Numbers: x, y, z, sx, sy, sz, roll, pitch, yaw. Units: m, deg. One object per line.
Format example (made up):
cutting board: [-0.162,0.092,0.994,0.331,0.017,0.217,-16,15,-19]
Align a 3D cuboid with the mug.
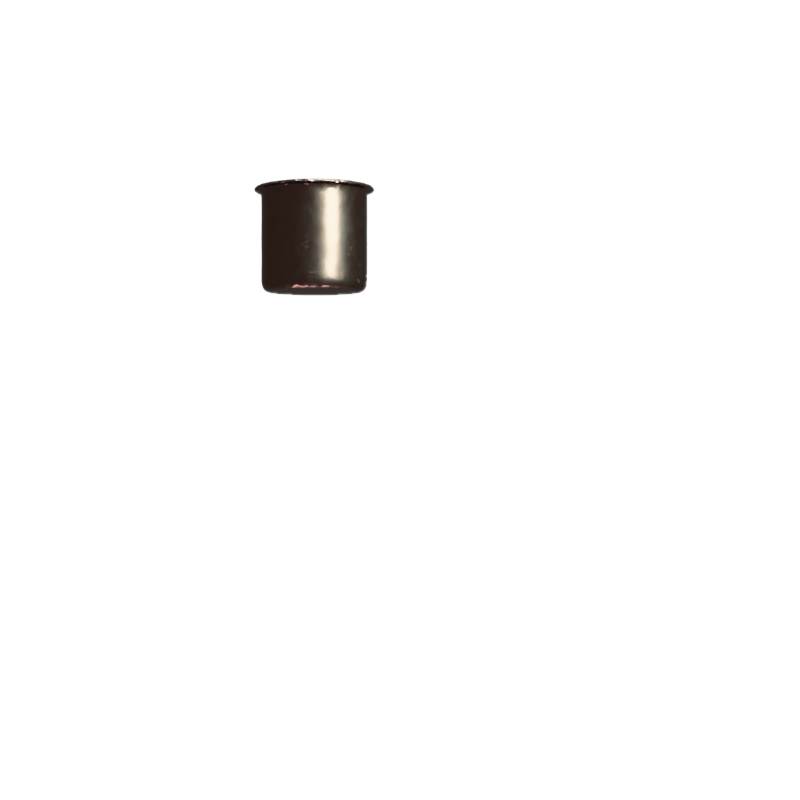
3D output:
mug: [-0.068,-0.124,0.872,0.092,0.082,0.117,0,-1,-7]
